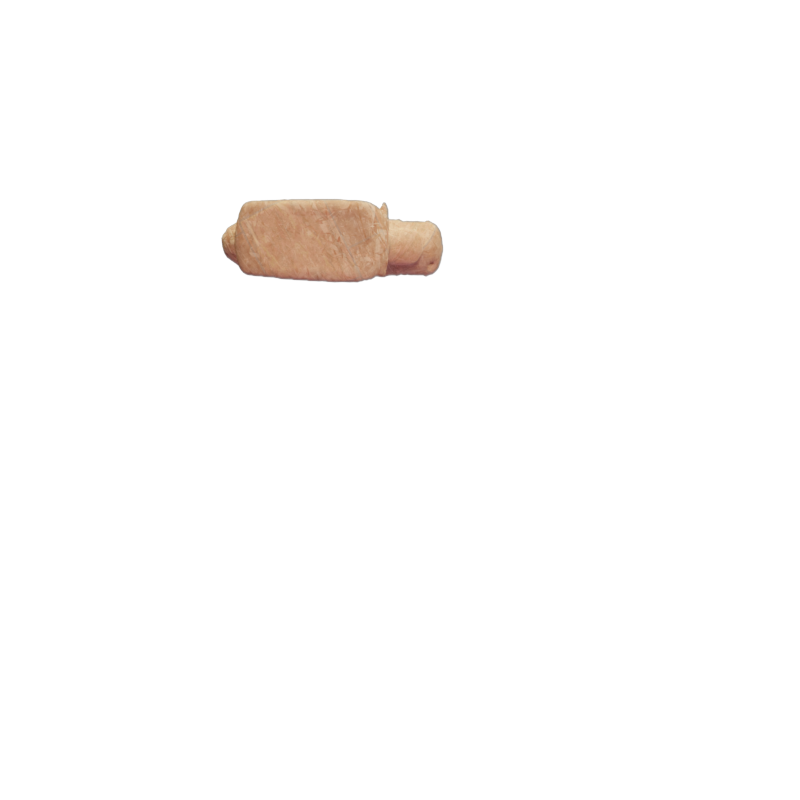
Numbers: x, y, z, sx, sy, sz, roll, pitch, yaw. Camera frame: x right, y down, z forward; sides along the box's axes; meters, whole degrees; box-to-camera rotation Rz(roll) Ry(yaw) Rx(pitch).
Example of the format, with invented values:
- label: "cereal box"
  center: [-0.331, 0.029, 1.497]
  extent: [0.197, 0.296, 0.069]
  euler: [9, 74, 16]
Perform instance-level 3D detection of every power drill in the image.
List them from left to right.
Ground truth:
- label: "power drill"
  center: [-0.066, -0.121, 0.848]
  extent: [0.187, 0.057, 0.187]
  euler: [1, 7, 10]
